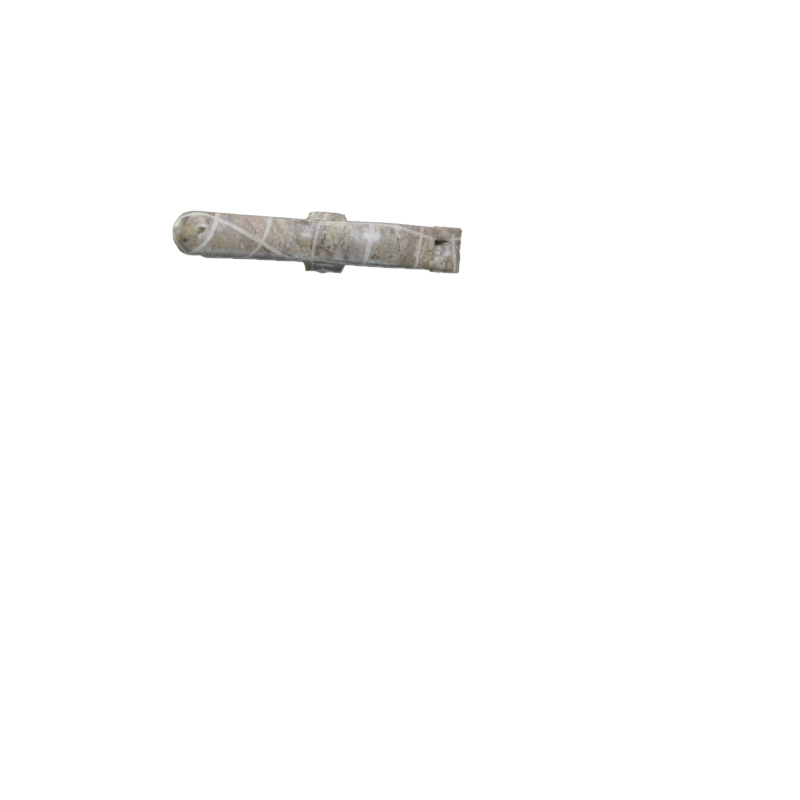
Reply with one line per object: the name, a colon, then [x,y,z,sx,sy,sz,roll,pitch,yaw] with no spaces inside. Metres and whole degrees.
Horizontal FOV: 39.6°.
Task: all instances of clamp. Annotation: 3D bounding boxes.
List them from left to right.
clamp: [-0.051,-0.093,0.650,0.173,0.038,0.121,1,11,7]
